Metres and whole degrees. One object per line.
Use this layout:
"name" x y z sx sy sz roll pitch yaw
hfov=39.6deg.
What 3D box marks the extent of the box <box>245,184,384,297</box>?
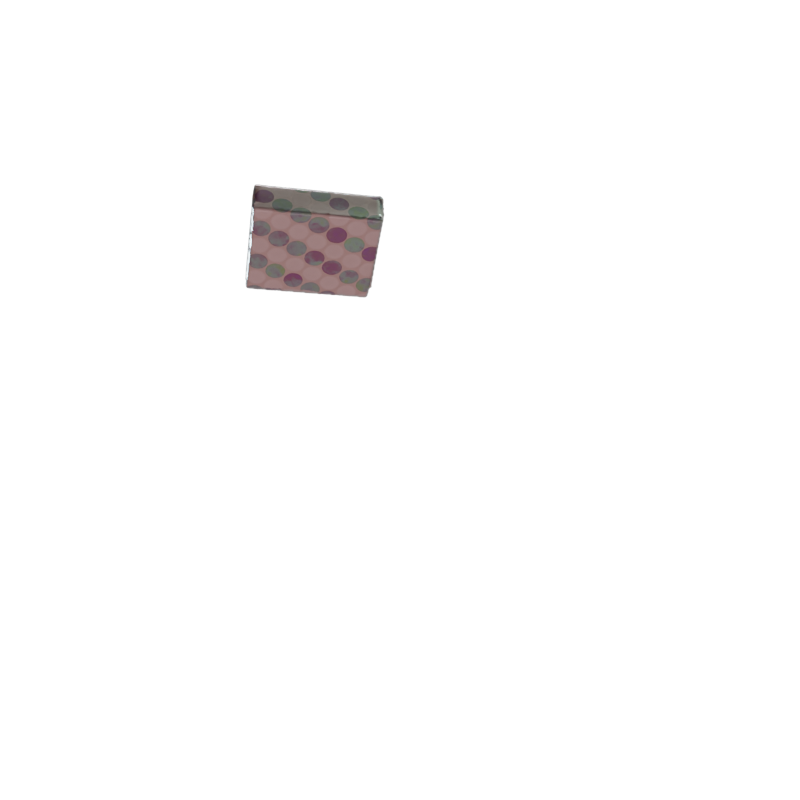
"box" -0.060 -0.109 0.763 0.089 0.032 0.068 5 -45 -5
